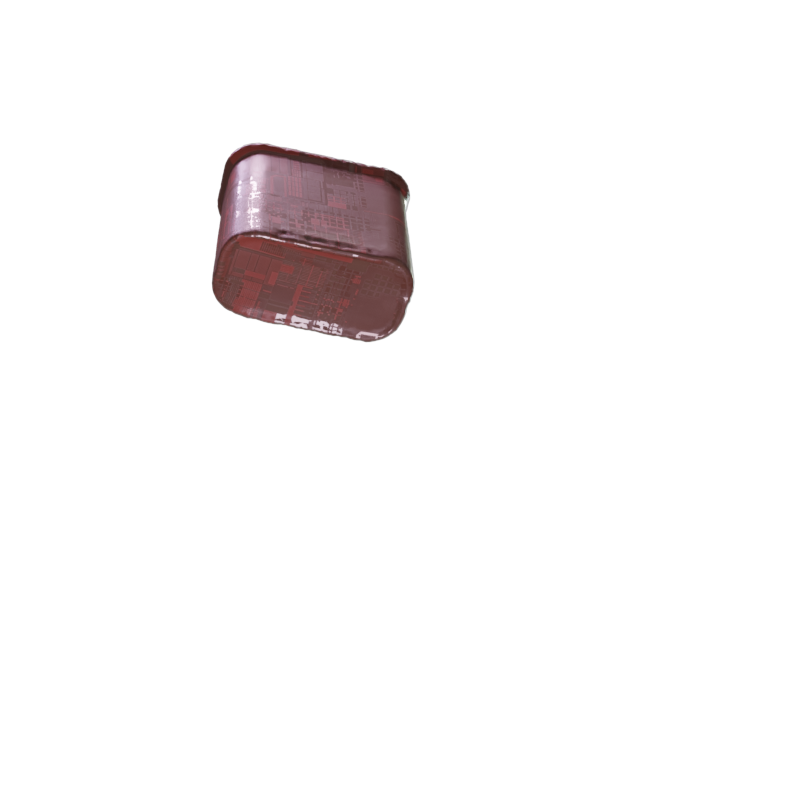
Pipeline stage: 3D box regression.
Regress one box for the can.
[{"bbox_3d":[-0.044,-0.081,0.567,0.100,0.054,0.090,10,37,-9],"label":"can"}]
